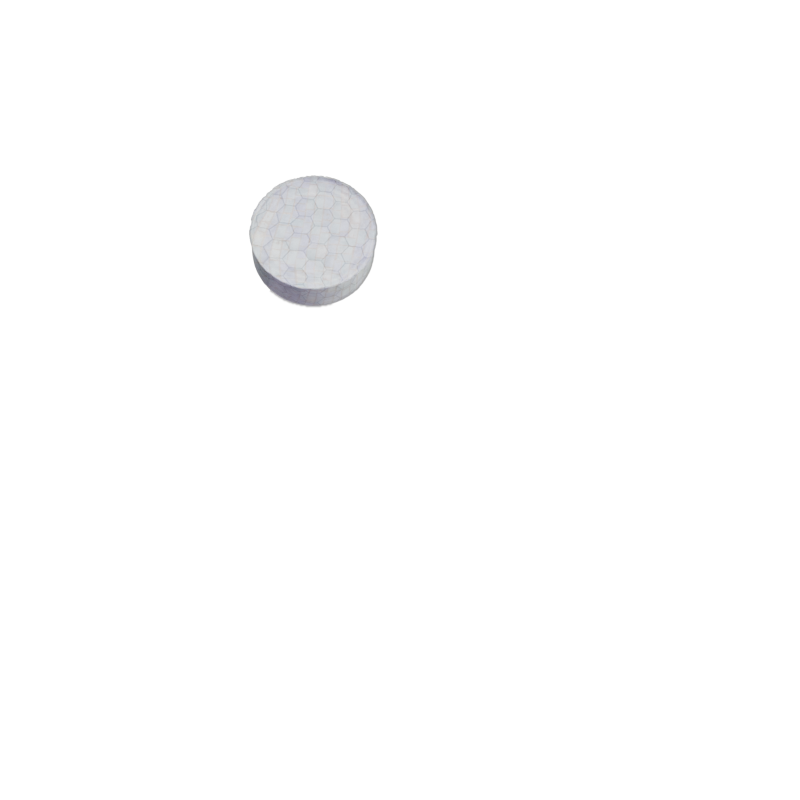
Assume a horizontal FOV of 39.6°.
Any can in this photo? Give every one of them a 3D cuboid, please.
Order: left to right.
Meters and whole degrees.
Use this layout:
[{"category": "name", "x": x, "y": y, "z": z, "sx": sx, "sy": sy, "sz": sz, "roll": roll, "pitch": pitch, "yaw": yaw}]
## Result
[{"category": "can", "x": -0.059, "y": -0.108, "z": 0.755, "sx": 0.086, "sy": 0.091, "sz": 0.032, "roll": -1, "pitch": -25, "yaw": -1}]
